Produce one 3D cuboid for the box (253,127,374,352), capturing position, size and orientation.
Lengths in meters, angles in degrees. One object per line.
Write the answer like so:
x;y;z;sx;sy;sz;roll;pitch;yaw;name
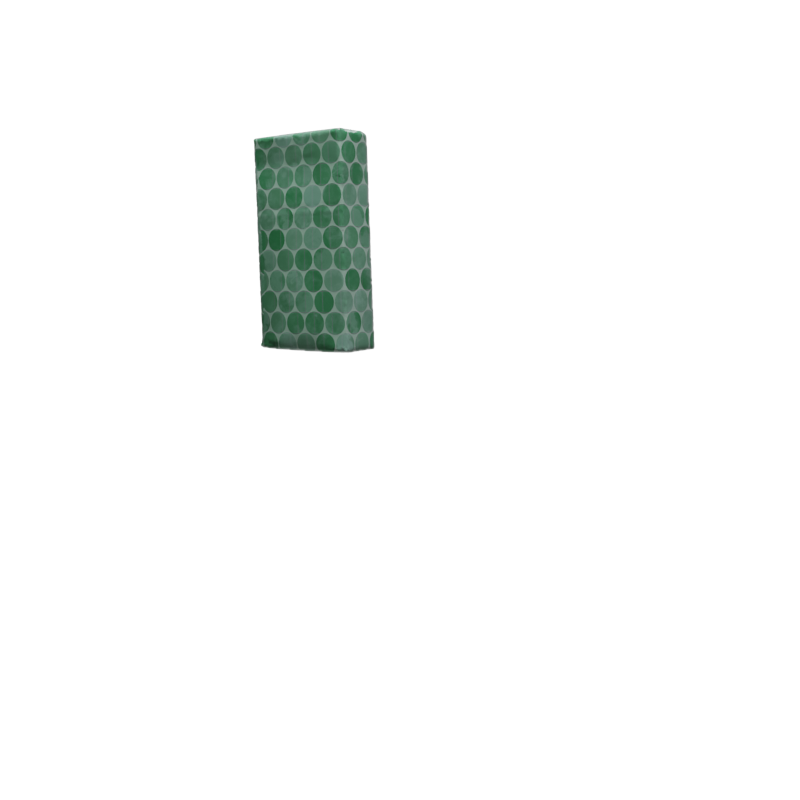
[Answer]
-0.070;-0.129;0.903;0.097;0.177;0.046;0;-1;37;box
